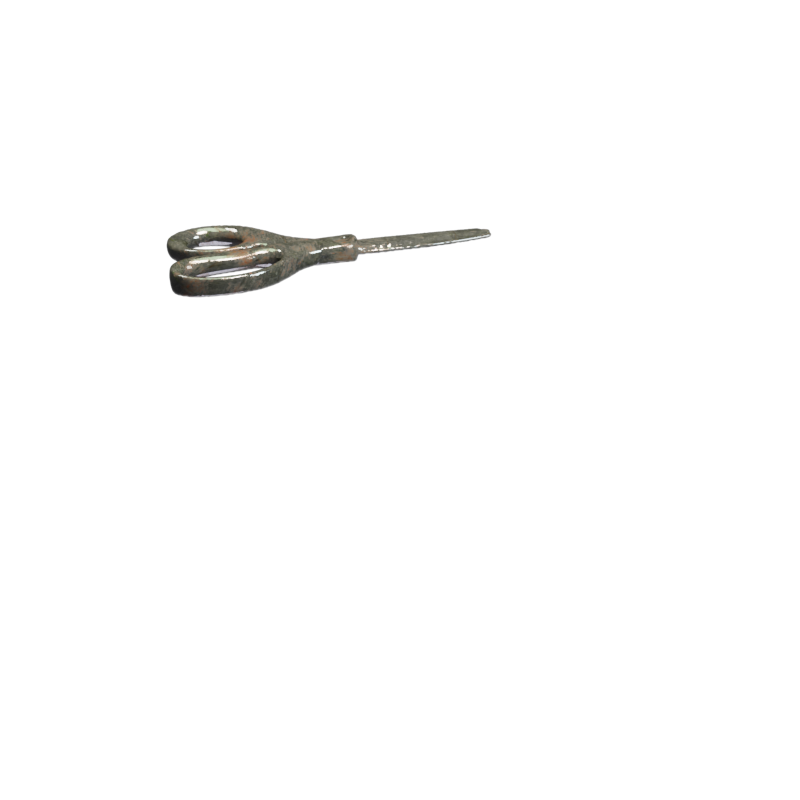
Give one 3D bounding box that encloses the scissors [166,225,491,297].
[{"bbox_3d":[-0.053,-0.096,0.673,0.198,0.015,0.103,-17,32,-30],"label":"scissors"}]
